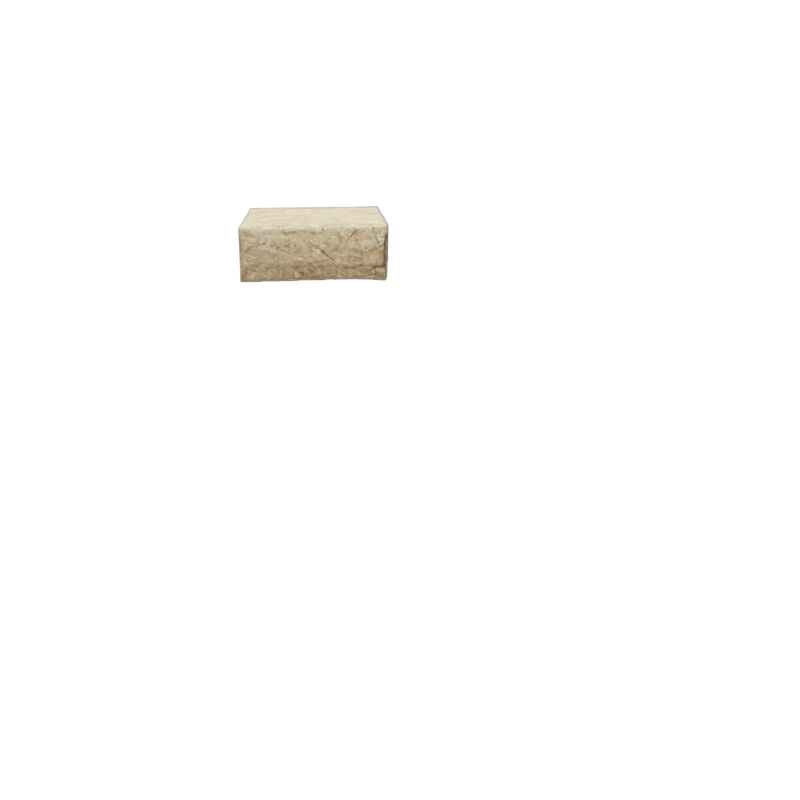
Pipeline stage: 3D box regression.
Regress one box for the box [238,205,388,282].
[{"bbox_3d":[-0.055,-0.101,0.709,0.090,0.038,0.116,0,13,-3],"label":"box"}]
